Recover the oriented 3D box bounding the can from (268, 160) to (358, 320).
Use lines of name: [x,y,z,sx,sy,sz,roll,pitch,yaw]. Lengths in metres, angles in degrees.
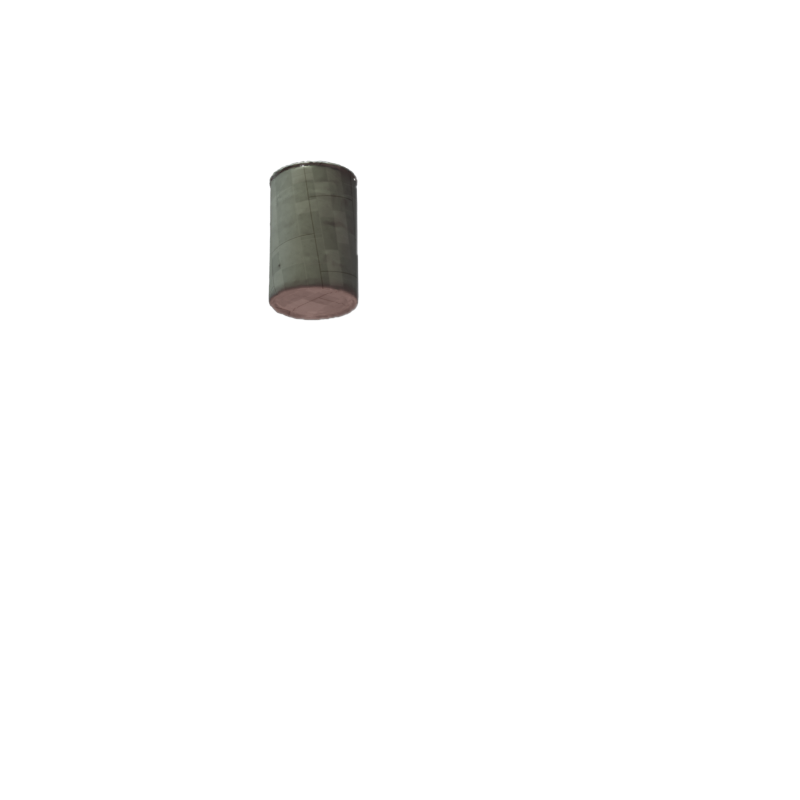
can: [-0.065,-0.119,0.831,0.068,0.108,0.065,0,-22,-2]
